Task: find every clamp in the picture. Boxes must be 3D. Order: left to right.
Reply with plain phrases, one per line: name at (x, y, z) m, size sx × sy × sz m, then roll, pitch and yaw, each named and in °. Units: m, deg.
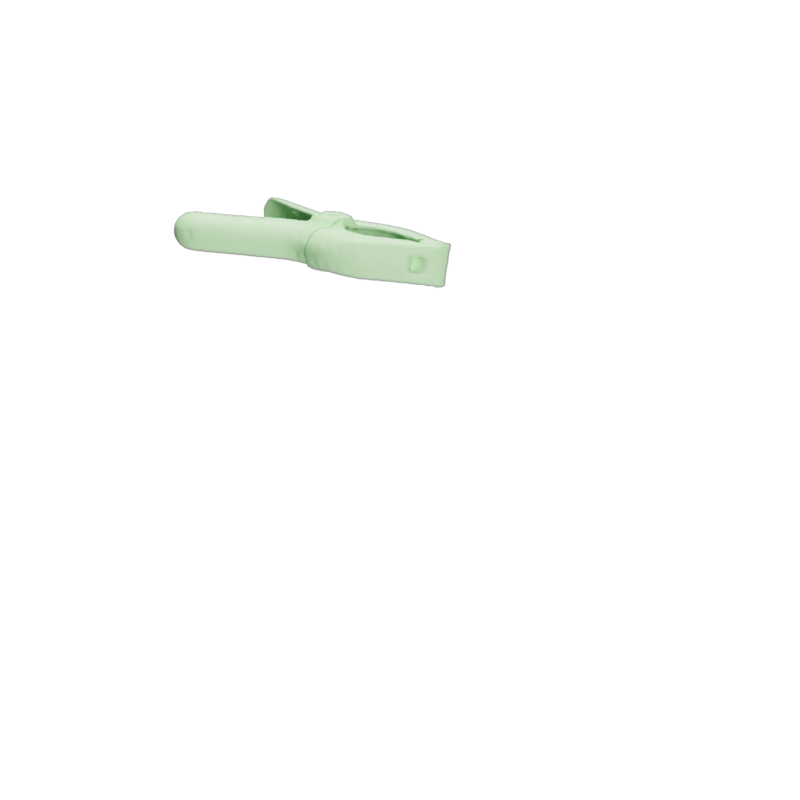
clamp at (-0.055, -0.101, 0.706) m, size 0.180 × 0.038 × 0.119 m, roll 16°, pitch 26°, yaw 34°
